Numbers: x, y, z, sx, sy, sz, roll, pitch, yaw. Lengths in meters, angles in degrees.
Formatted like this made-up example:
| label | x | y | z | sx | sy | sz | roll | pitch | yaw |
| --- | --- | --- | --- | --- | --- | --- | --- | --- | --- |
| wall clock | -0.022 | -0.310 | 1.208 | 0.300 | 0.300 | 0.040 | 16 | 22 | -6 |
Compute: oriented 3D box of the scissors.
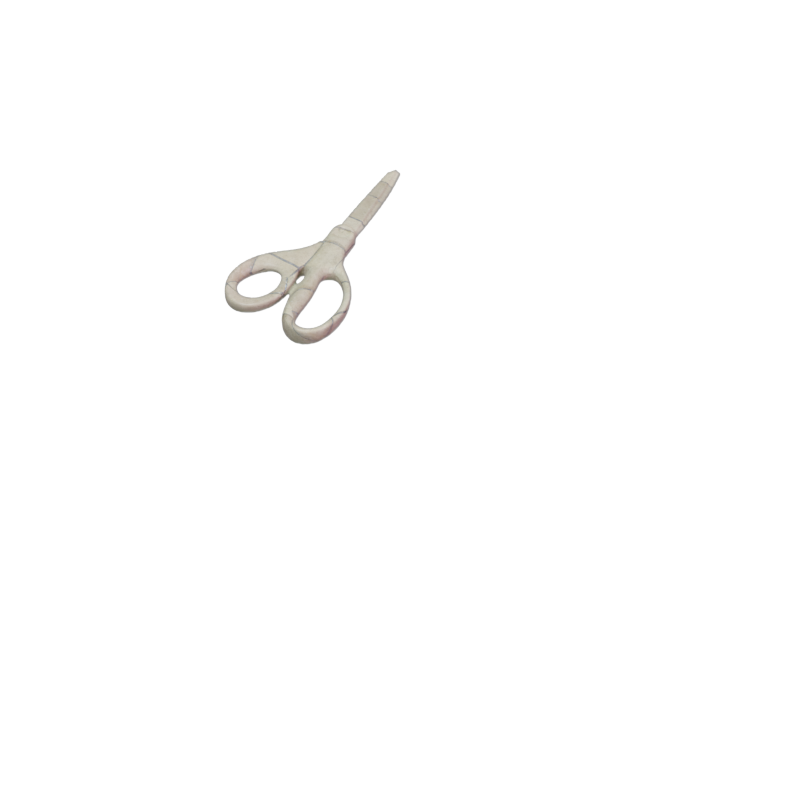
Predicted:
| label | x | y | z | sx | sy | sz | roll | pitch | yaw |
| --- | --- | --- | --- | --- | --- | --- | --- | --- | --- |
| scissors | -0.063 | -0.114 | 0.800 | 0.097 | 0.015 | 0.214 | 6 | 43 | 7 |
